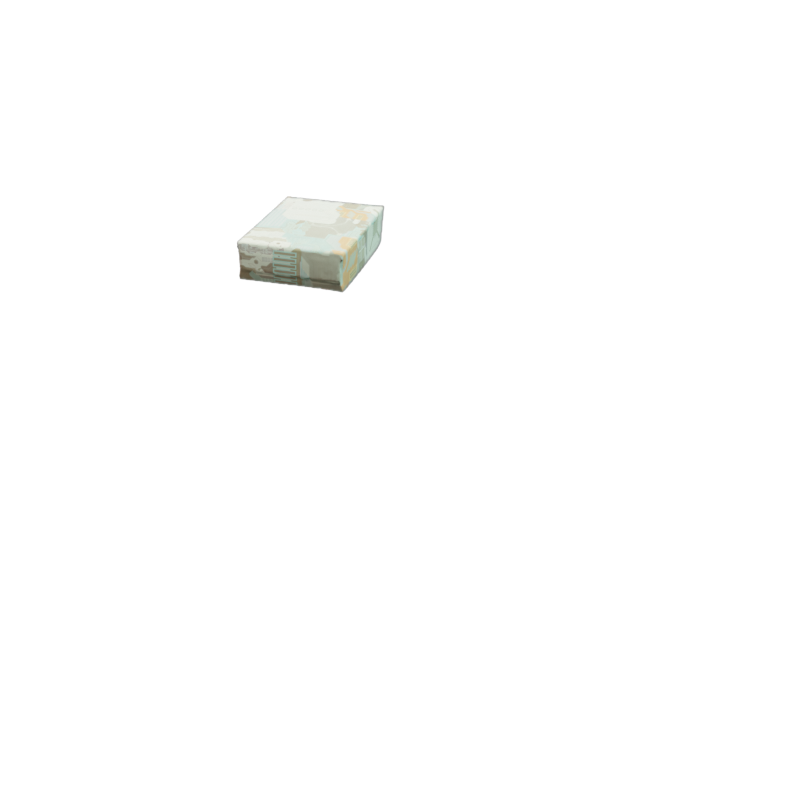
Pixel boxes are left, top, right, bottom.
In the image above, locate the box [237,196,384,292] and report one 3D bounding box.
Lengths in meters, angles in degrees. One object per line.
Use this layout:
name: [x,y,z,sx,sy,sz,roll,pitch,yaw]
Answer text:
box: [-0.071,-0.130,0.910,0.092,0.037,0.116,8,28,15]
